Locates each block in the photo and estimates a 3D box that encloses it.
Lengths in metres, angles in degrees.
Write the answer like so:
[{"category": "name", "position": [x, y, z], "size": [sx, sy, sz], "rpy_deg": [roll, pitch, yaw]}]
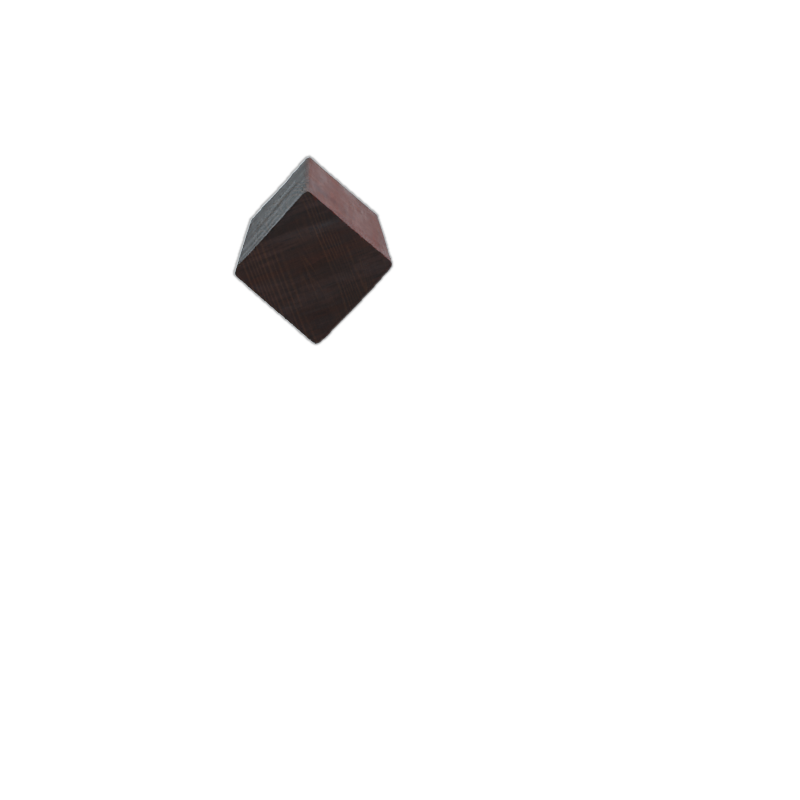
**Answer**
[{"category": "block", "position": [-0.074, -0.134, 0.945], "size": [0.088, 0.089, 0.214], "rpy_deg": [40, 12, -15]}]
